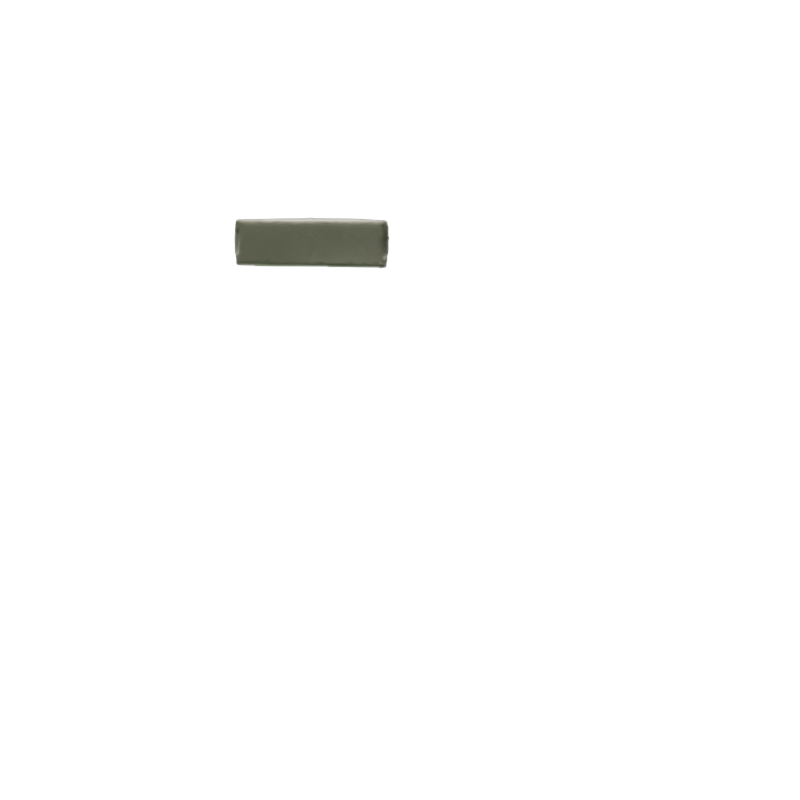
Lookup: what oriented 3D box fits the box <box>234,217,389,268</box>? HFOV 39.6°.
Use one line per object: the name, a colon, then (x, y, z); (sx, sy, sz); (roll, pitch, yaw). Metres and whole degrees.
box: (-0.052, -0.096, 0.670); (0.089, 0.030, 0.074); (0, 7, 0)
